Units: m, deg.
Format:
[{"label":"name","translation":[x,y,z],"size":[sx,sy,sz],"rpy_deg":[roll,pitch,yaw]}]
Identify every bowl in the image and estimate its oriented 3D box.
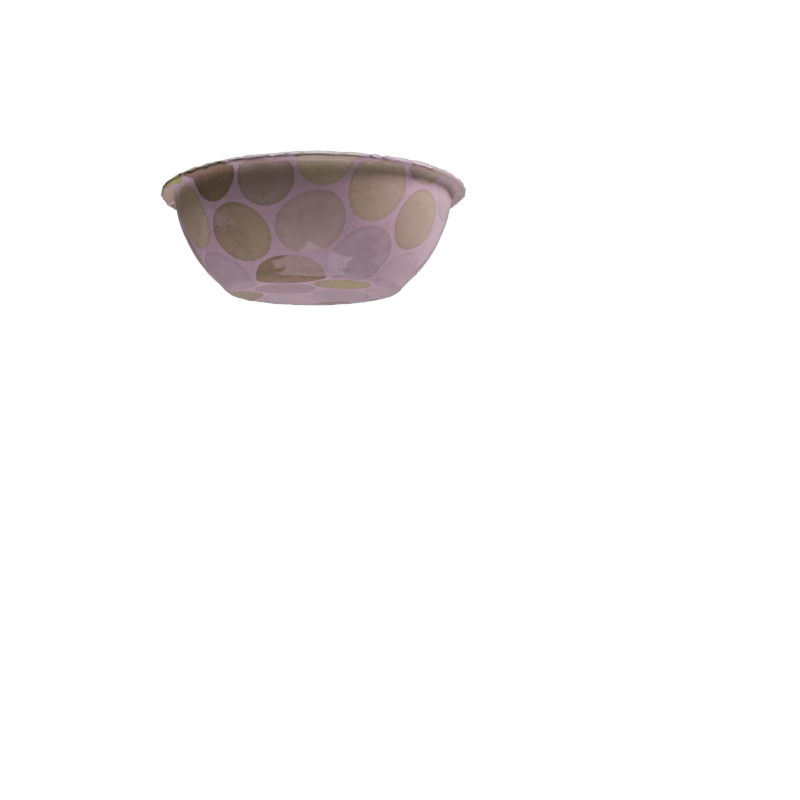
[{"label":"bowl","translation":[-0.046,-0.084,0.588],"size":[0.162,0.056,0.159],"rpy_deg":[0,-5,-2]}]
